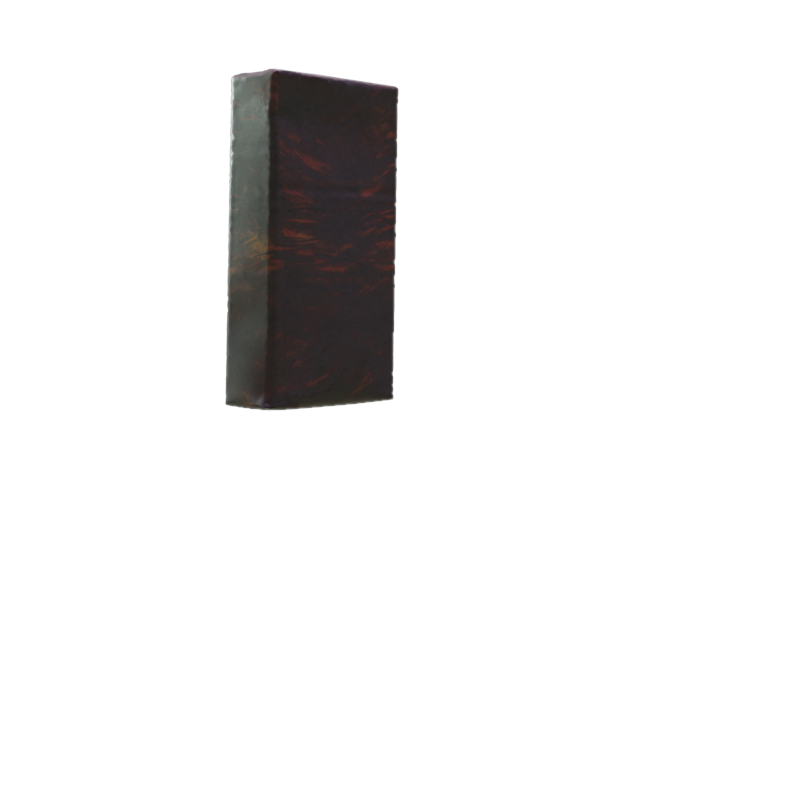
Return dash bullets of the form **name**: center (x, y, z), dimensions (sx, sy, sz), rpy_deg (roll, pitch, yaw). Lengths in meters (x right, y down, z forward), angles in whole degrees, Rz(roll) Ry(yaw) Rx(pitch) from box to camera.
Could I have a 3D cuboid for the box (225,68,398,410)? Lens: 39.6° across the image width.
- **box**: center (-0.047, -0.086, 0.603), dimensions (0.090, 0.177, 0.050), rpy_deg (0, -1, -44)
